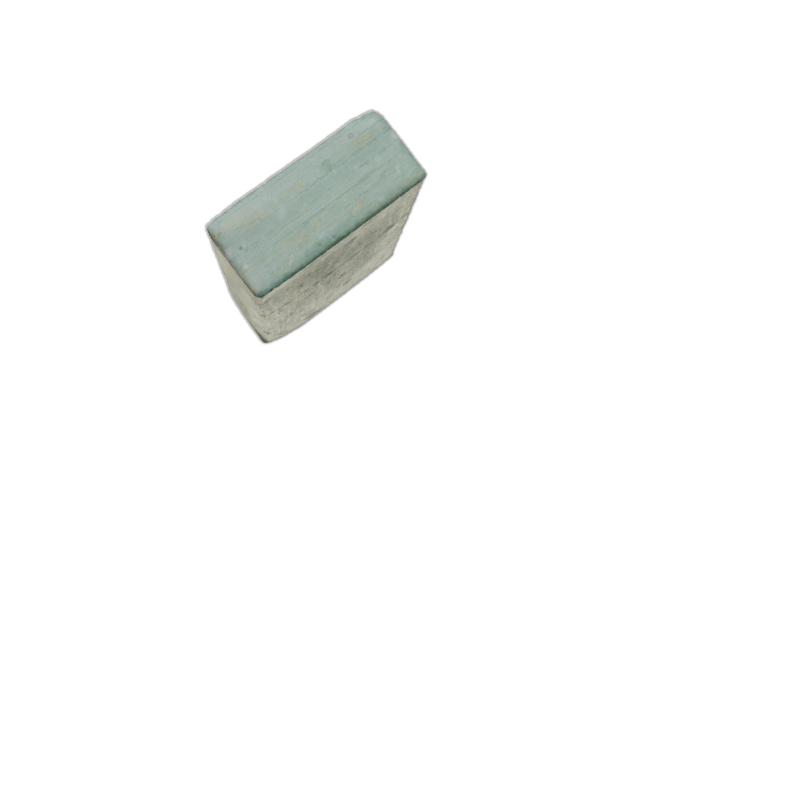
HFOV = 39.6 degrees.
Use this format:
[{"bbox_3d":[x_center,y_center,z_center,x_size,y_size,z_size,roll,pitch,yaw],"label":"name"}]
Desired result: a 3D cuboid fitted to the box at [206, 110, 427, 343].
[{"bbox_3d":[-0.043,-0.079,0.552,0.094,0.049,0.172,-37,-3,-8],"label":"box"}]
